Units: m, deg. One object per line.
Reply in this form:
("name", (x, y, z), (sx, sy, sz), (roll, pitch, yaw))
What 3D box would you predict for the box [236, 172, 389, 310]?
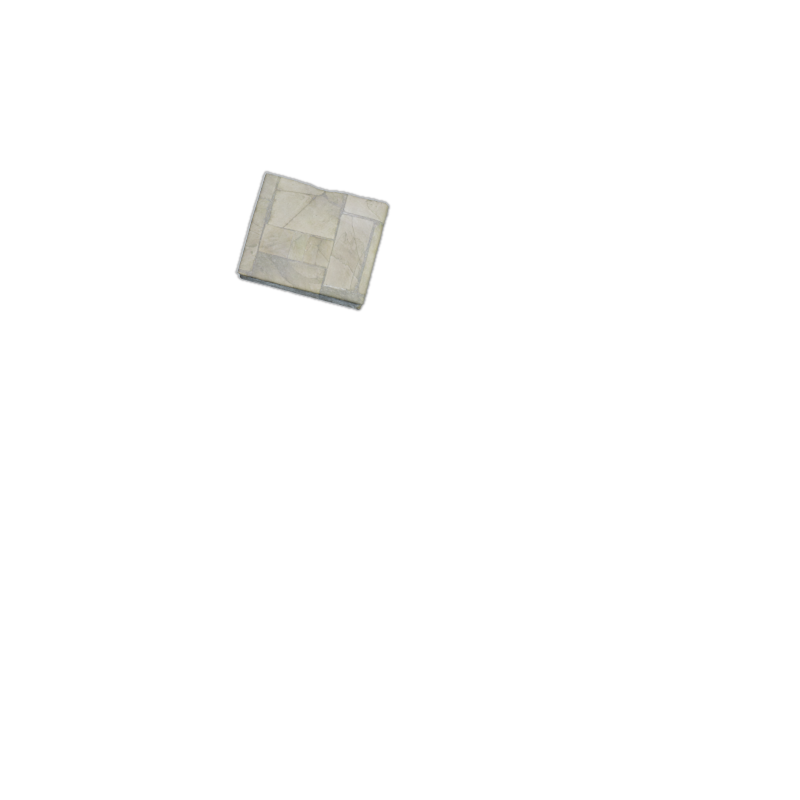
("box", (-0.059, -0.108, 0.757), (0.090, 0.075, 0.029), (15, -10, 2))
